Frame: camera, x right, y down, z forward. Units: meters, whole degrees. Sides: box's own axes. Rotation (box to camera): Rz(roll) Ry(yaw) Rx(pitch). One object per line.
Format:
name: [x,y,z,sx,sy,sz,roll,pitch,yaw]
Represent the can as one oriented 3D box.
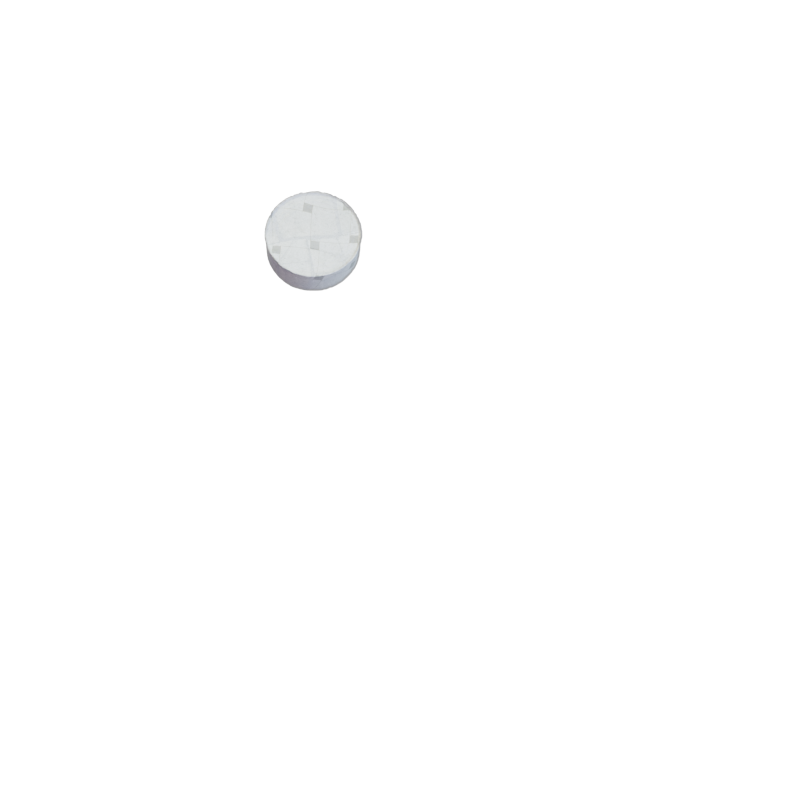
can: [-0.077,-0.141,0.990,0.086,0.091,0.032,-1,-26,-1]
